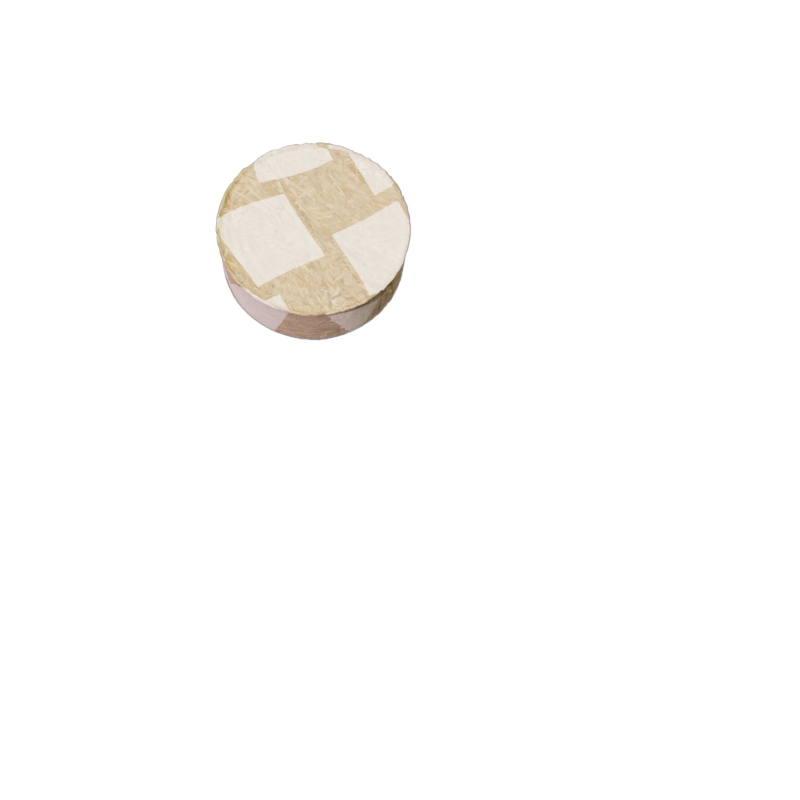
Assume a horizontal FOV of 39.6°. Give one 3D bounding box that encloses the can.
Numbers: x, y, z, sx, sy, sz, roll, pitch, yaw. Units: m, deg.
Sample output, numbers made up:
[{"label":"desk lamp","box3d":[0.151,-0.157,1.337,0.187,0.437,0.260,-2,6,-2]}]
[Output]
[{"label":"can","box3d":[-0.039,-0.072,0.501,0.086,0.091,0.032,-1,-25,-1]}]
